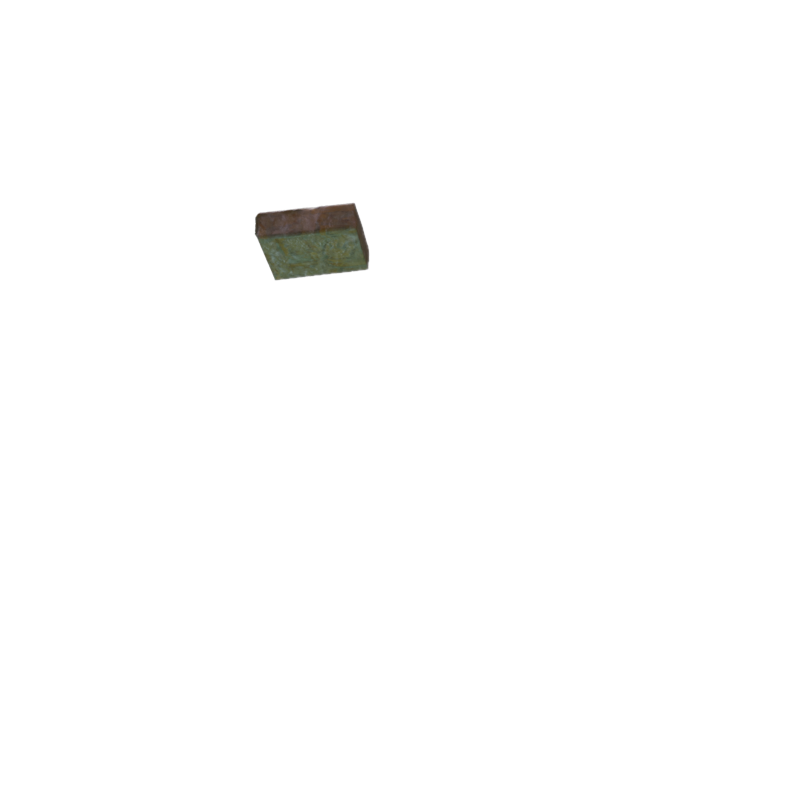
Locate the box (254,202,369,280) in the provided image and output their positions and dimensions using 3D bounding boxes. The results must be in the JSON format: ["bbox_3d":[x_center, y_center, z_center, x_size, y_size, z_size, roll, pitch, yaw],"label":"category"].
[{"bbox_3d":[-0.076,-0.139,0.973,0.090,0.032,0.068,-4,-26,9],"label":"box"}]
